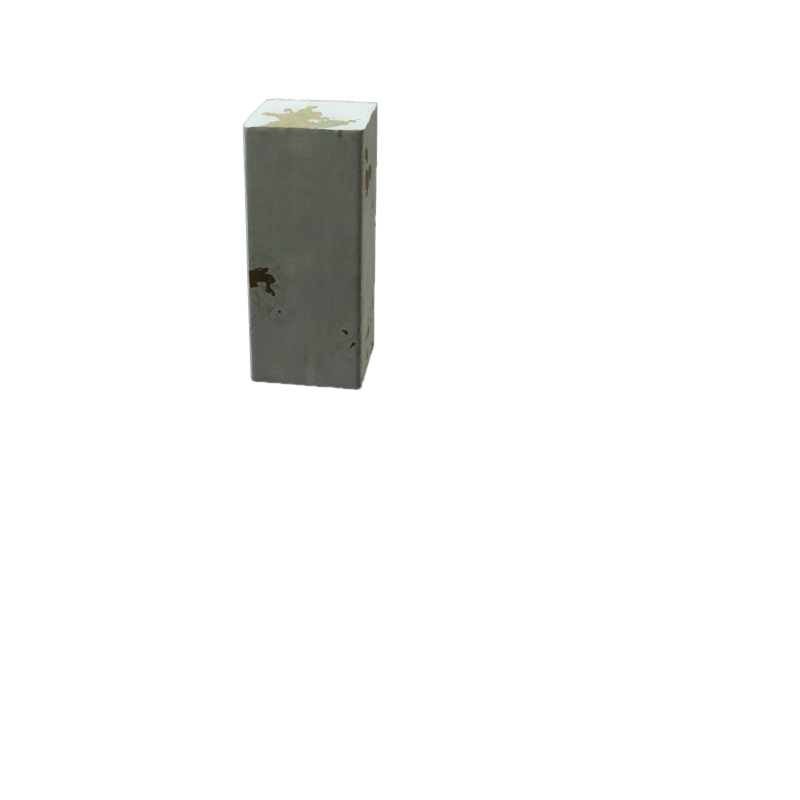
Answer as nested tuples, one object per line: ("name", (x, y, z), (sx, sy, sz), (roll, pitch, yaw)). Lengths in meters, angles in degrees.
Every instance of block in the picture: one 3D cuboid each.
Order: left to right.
("block", (-0.068, -0.123, 0.862), (0.092, 0.196, 0.094), (4, 23, 7))
